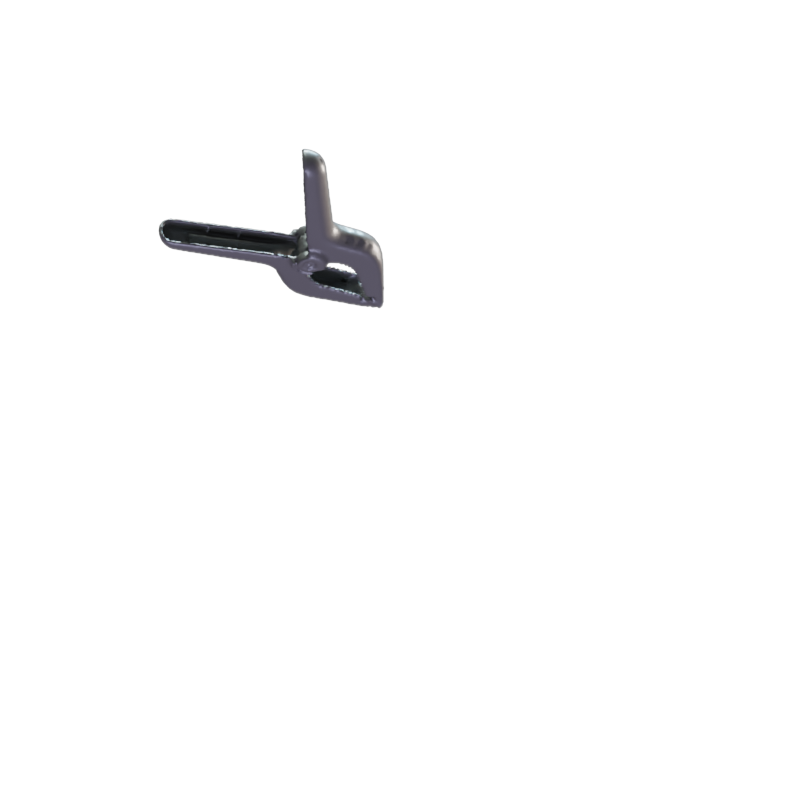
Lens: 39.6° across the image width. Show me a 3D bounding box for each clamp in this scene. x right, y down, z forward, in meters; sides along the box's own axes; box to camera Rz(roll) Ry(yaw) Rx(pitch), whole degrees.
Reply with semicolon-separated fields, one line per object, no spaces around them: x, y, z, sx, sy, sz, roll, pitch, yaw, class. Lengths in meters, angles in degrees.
-0.073;-0.133;0.930;0.165;0.039;0.197;-24;-35;38;clamp
